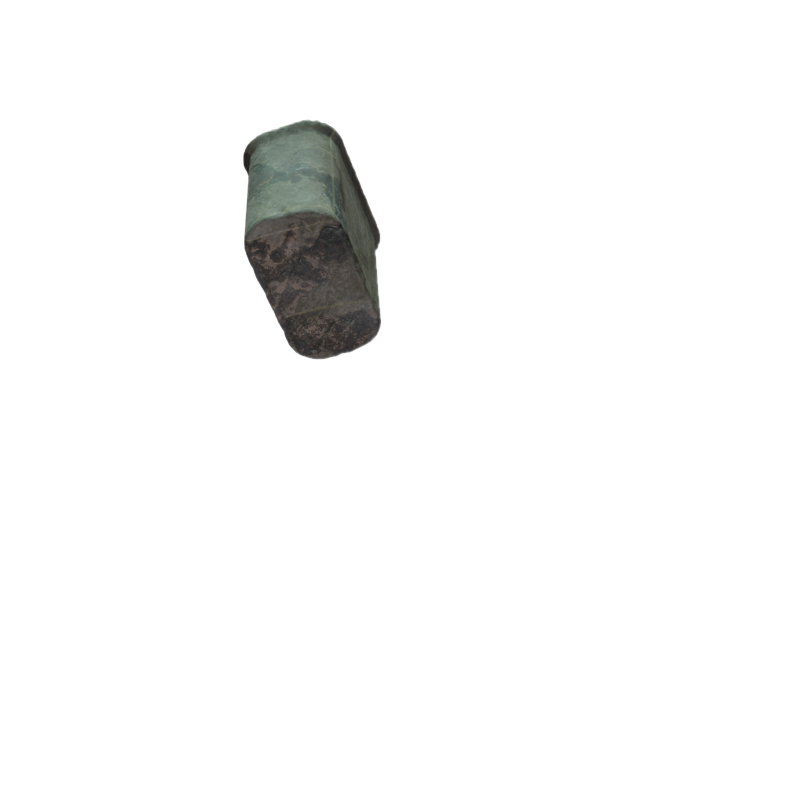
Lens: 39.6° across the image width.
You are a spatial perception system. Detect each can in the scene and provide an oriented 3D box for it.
[{"bbox_3d":[-0.047,-0.086,0.600,0.058,0.094,0.090,-16,39,10],"label":"can"}]
